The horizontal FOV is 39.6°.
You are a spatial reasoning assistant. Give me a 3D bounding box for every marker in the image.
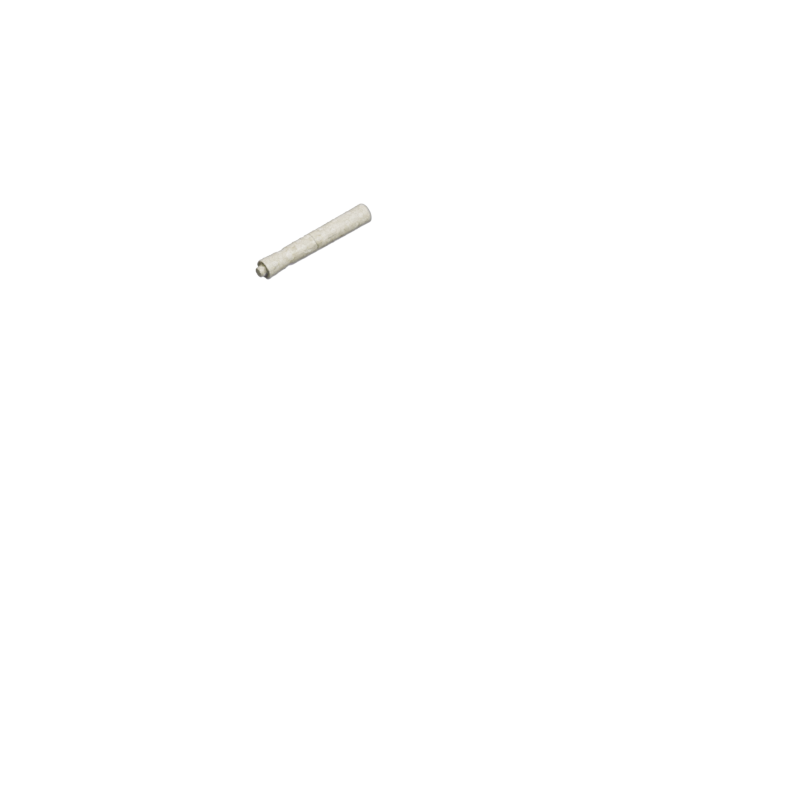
[{"bbox_3d":[-0.077,-0.140,0.978,0.121,0.019,0.020,-34,20,-26],"label":"marker"}]
